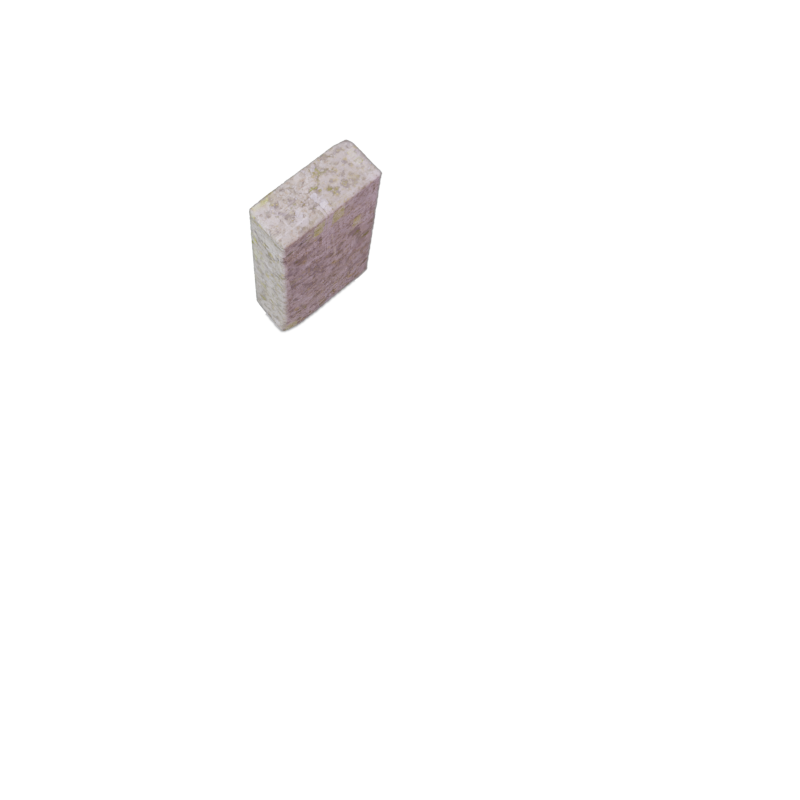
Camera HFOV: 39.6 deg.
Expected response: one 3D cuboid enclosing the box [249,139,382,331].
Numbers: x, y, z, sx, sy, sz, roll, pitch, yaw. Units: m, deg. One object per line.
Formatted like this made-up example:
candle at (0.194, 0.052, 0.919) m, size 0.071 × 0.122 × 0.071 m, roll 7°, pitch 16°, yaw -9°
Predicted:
box at (-0.066, -0.120, 0.842) m, size 0.094 × 0.050 × 0.168 m, roll -40°, pitch -12°, yaw -16°
